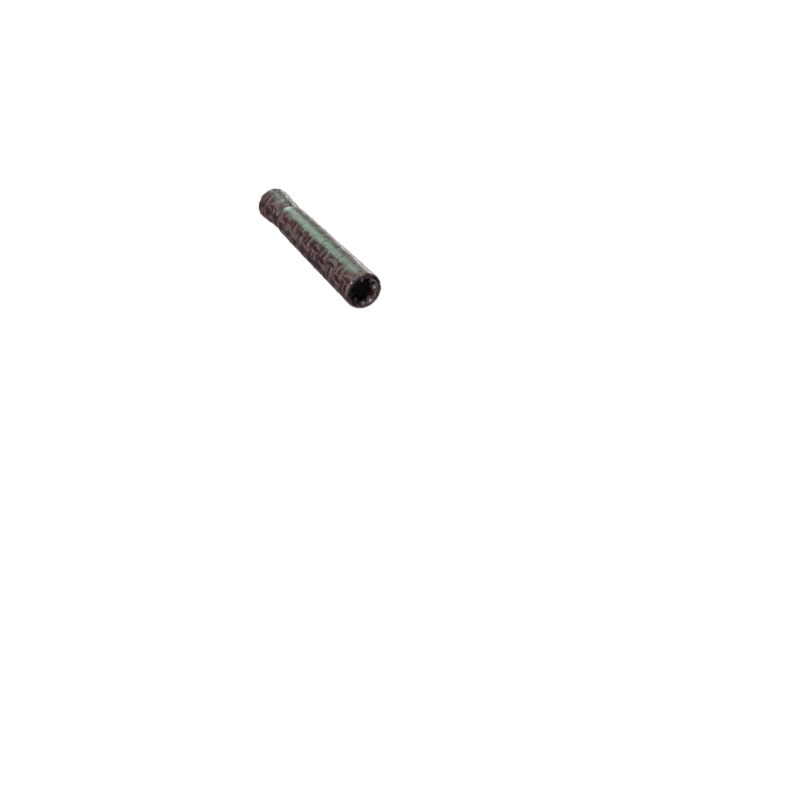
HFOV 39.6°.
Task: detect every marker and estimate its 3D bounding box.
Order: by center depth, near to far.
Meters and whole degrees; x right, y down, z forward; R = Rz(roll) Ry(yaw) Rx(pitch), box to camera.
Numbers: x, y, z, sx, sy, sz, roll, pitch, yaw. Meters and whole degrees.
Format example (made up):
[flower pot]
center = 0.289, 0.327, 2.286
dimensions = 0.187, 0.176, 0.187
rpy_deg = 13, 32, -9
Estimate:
[marker]
center = -0.045, -0.082, 0.575
dimensions = 0.019, 0.019, 0.130
rpy_deg = -2, 29, -28
